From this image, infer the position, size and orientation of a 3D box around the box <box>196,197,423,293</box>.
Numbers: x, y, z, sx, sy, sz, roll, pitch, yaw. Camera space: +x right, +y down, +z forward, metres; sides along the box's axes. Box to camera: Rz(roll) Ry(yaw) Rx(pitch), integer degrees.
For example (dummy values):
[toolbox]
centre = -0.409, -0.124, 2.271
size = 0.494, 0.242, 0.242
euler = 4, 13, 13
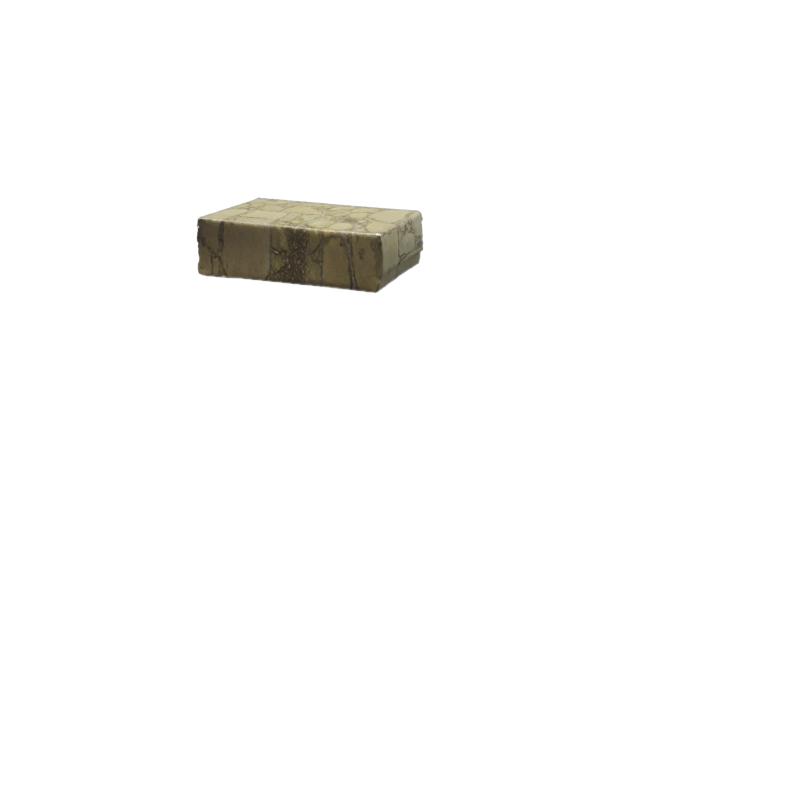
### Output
[box]
centre = -0.052, -0.094, 0.659
size = 0.117, 0.038, 0.090
euler = 5, 17, 18
